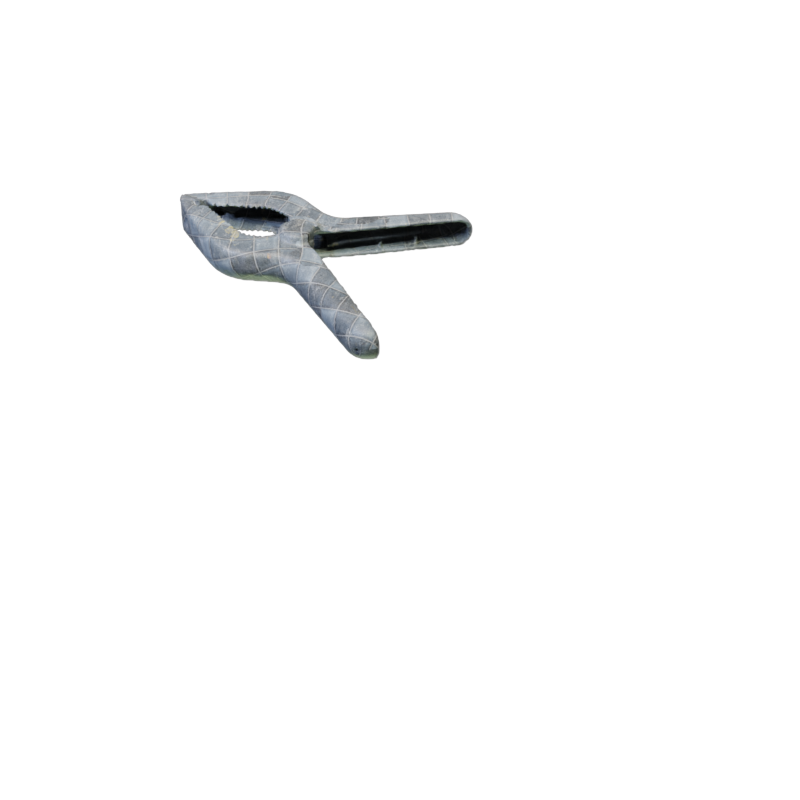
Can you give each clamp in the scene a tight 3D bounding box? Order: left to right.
[{"bbox_3d":[-0.063,-0.114,0.799,0.221,0.034,0.167,24,44,26],"label":"clamp"}]
